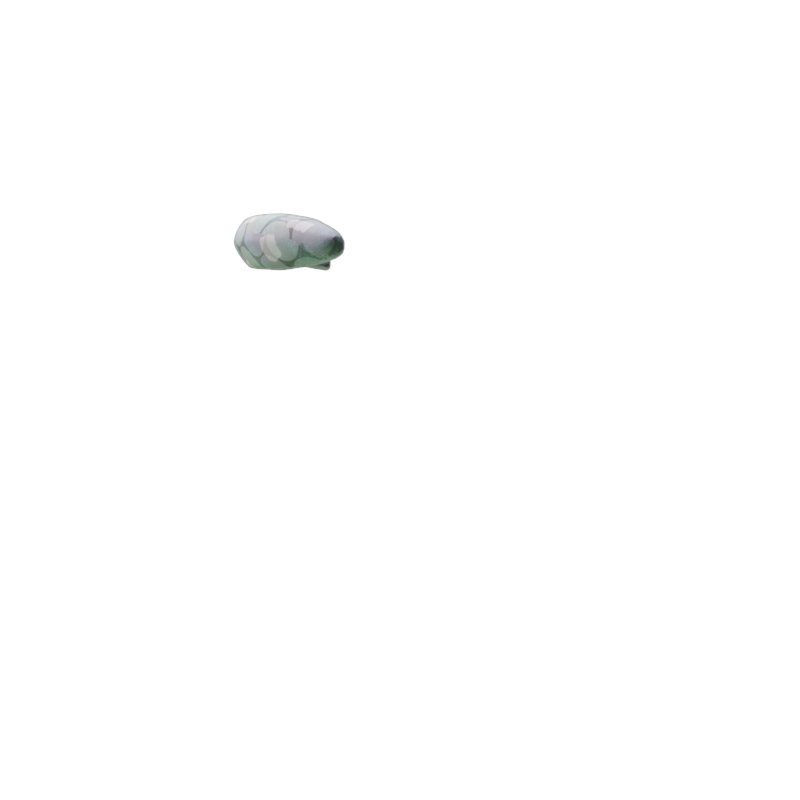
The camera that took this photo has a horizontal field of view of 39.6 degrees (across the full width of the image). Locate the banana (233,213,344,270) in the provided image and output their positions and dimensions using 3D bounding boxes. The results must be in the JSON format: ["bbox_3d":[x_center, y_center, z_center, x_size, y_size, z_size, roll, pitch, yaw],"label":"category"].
[{"bbox_3d":[-0.076,-0.105,0.736,0.069,0.037,0.200,0,6,-5],"label":"banana"}]
